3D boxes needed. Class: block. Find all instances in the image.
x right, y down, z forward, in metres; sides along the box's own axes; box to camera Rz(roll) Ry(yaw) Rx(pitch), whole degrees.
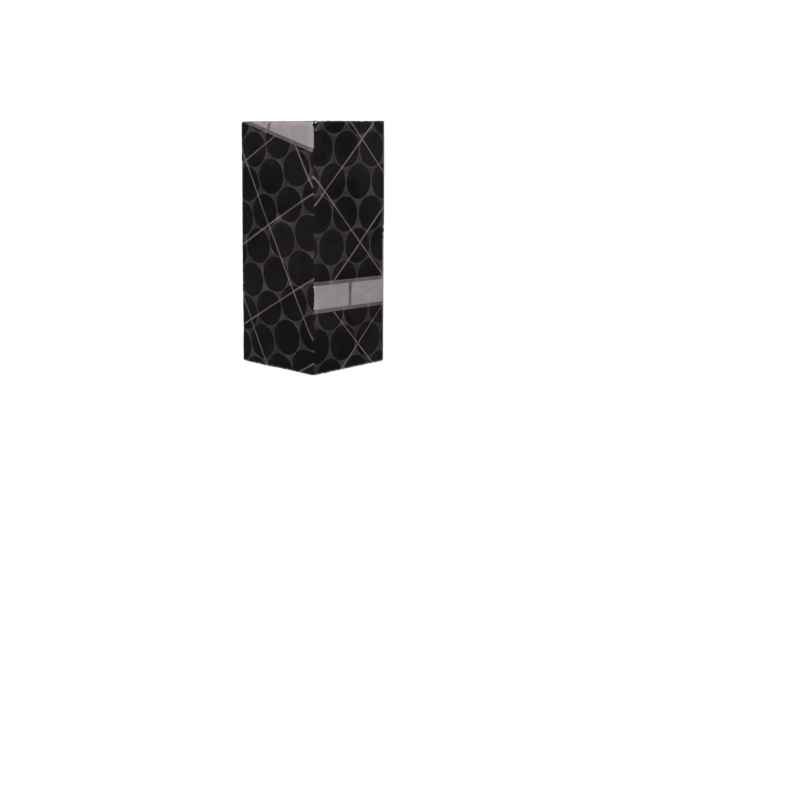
[{"bbox_3d":[-0.074,-0.135,0.948,0.094,0.203,0.088,7,10,43],"label":"block"}]
